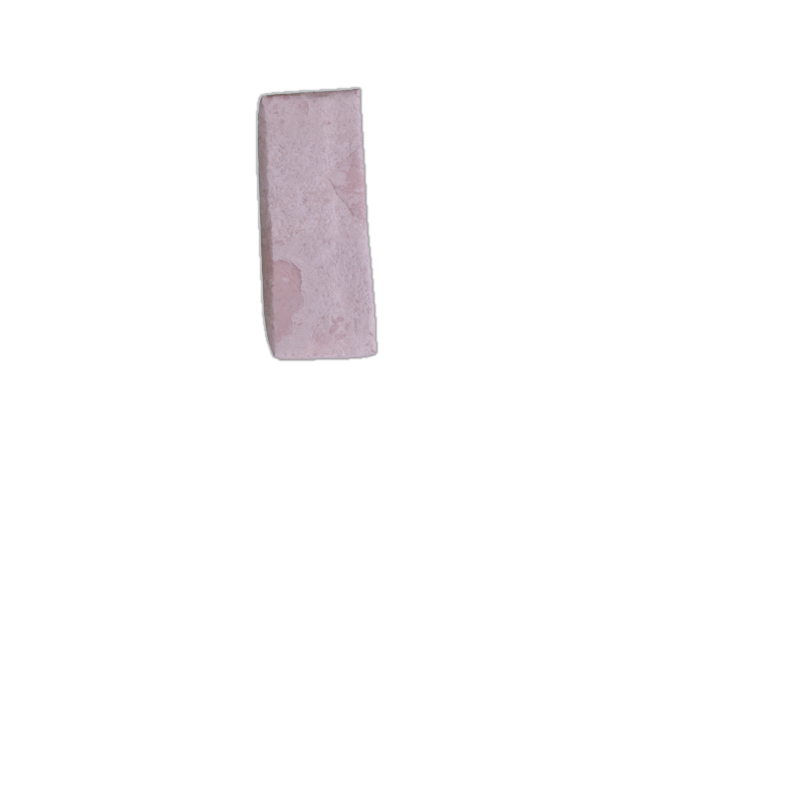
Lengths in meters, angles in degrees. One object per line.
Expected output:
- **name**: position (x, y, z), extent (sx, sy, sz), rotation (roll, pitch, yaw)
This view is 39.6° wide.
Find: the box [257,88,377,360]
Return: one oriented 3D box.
- **box**: position (-0.060, -0.109, 0.765), extent (0.072, 0.166, 0.213), rotation (-4, -1, -4)
